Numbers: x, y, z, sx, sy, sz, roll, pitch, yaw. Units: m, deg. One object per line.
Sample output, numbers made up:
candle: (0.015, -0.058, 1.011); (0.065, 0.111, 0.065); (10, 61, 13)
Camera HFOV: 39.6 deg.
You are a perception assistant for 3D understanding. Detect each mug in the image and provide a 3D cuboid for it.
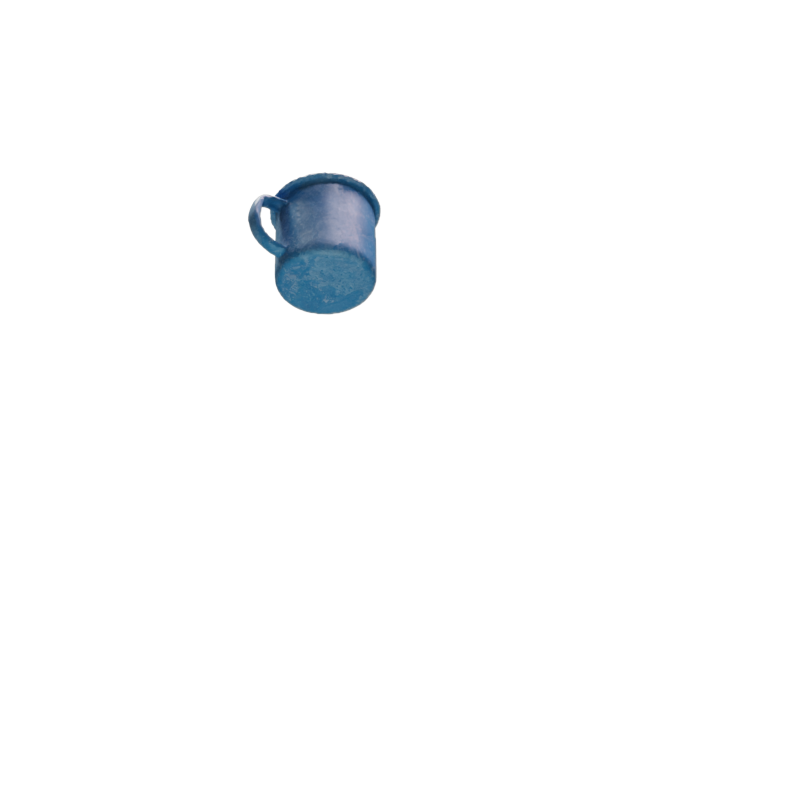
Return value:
mug: (-0.070, -0.128, 0.899); (0.111, 0.087, 0.091); (24, -46, -28)
